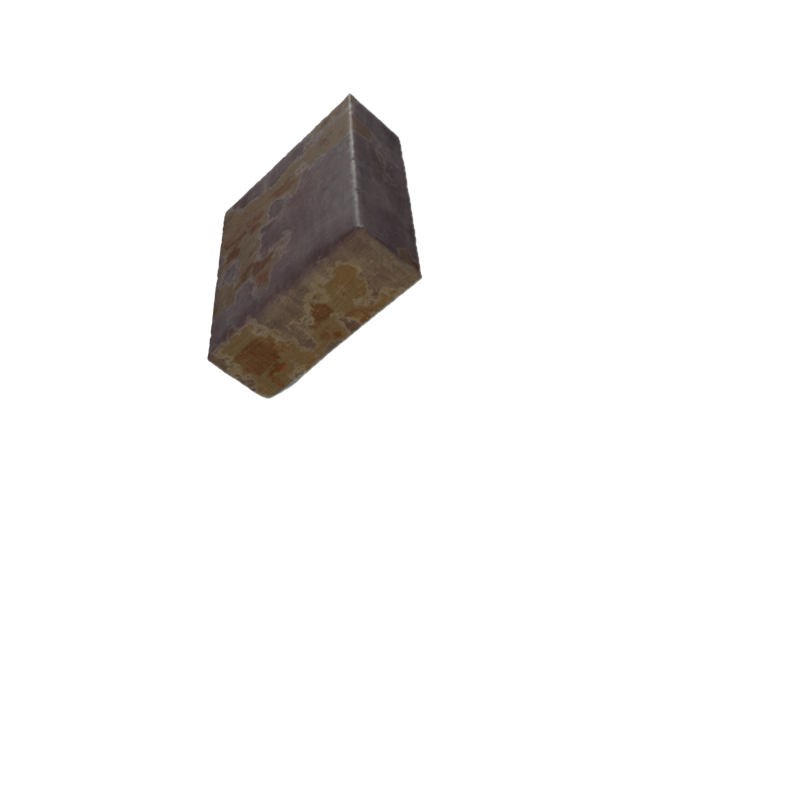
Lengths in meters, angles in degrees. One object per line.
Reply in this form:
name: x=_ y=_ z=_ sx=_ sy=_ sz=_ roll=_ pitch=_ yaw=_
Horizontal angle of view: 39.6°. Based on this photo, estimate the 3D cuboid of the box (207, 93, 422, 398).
box: x=-0.069 y=-0.126 z=0.885 sx=0.162 sy=0.229 sz=0.068 roll=-38 pitch=-59 yaw=23
